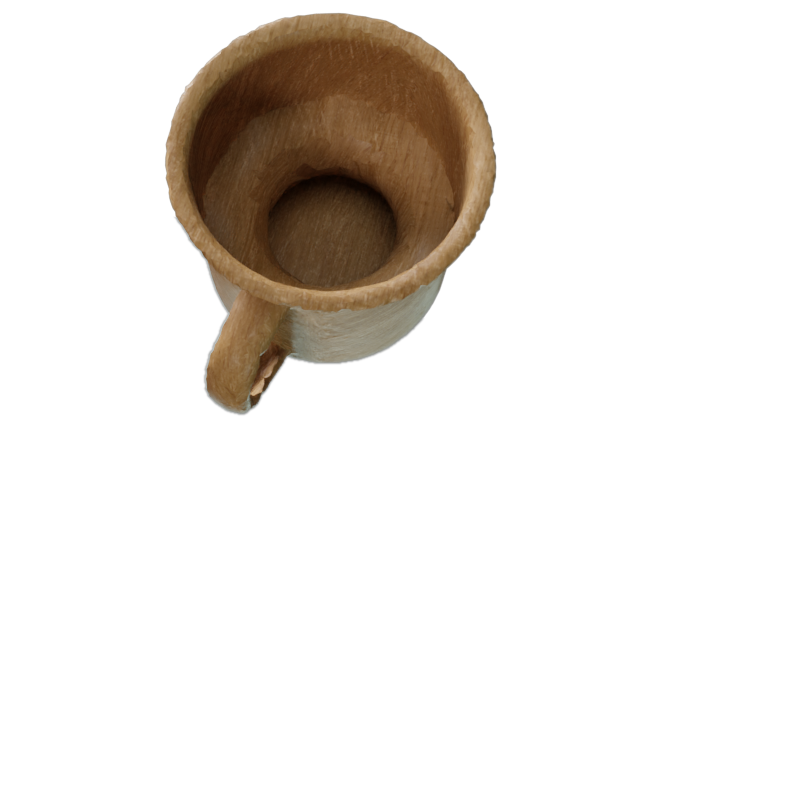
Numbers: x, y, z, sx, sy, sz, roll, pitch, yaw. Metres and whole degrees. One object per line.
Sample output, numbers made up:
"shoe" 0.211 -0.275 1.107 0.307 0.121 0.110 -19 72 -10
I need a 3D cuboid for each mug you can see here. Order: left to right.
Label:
"mug" -0.027 -0.049 0.343 0.095 0.121 0.078 22 -18 5
